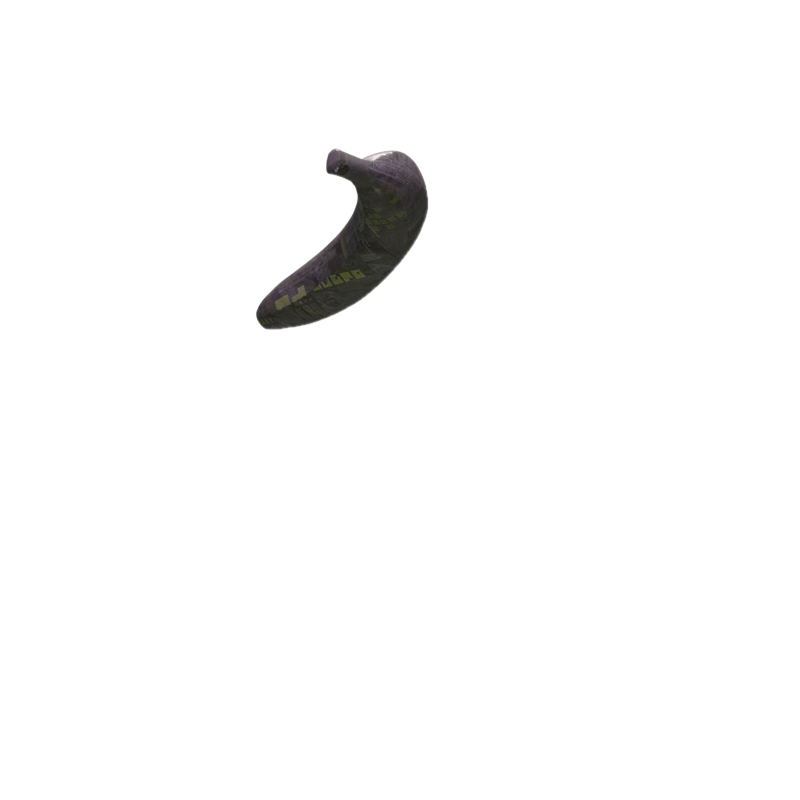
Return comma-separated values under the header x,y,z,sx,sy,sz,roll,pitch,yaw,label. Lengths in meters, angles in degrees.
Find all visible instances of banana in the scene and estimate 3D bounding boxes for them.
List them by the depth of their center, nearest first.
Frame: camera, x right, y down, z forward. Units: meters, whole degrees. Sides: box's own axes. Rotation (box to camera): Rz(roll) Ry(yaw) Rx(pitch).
x,y,z,sx,sy,sz,roll,pitch,yaw,label
-0.029,-0.087,0.608,0.068,0.039,0.191,6,-24,-15,banana
